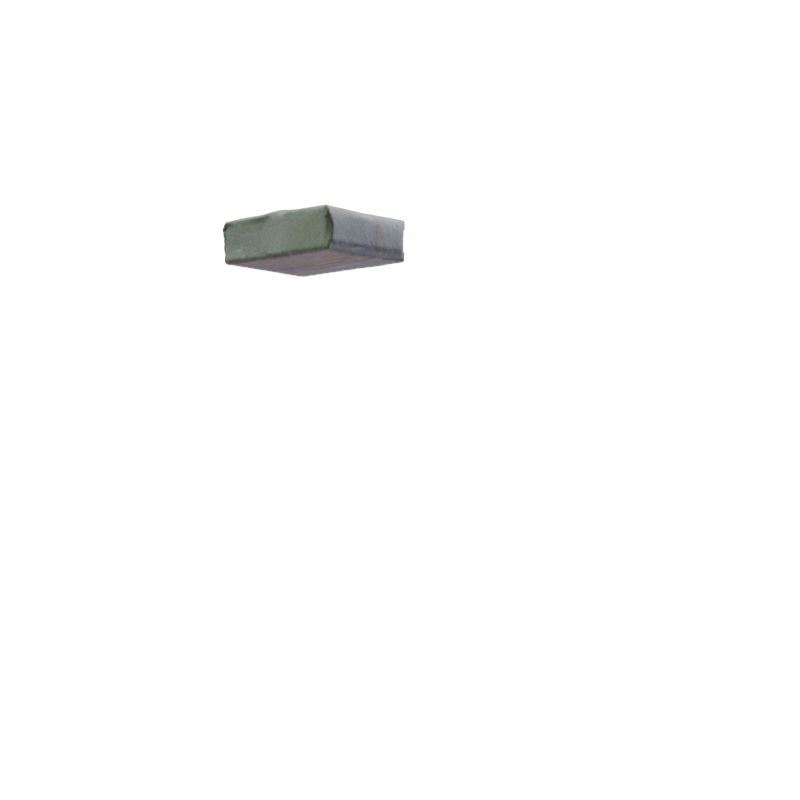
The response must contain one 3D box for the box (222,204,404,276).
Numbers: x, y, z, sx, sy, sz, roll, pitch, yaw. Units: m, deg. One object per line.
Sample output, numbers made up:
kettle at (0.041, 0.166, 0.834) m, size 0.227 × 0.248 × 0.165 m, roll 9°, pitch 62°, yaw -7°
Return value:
box at (-0.054, -0.098, 0.687) m, size 0.092 × 0.031 × 0.070 m, roll -2°, pitch -3°, yaw 40°
